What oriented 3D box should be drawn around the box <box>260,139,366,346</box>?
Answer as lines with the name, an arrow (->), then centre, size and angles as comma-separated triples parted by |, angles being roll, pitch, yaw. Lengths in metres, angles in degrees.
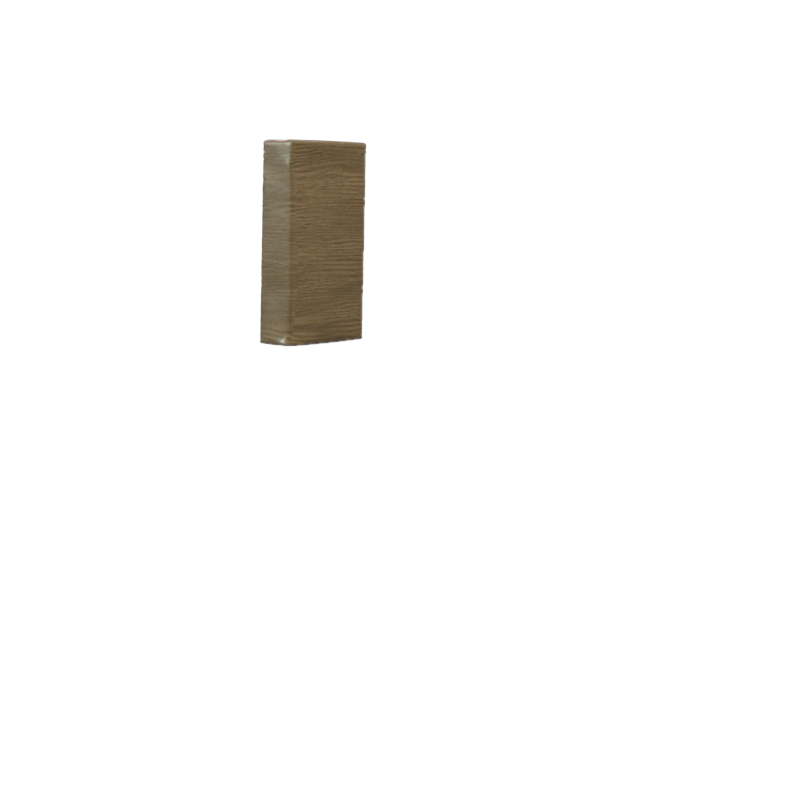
box -> -0.076, -0.138, 0.968 | 0.050, 0.175, 0.090 | 2, 4, 43
